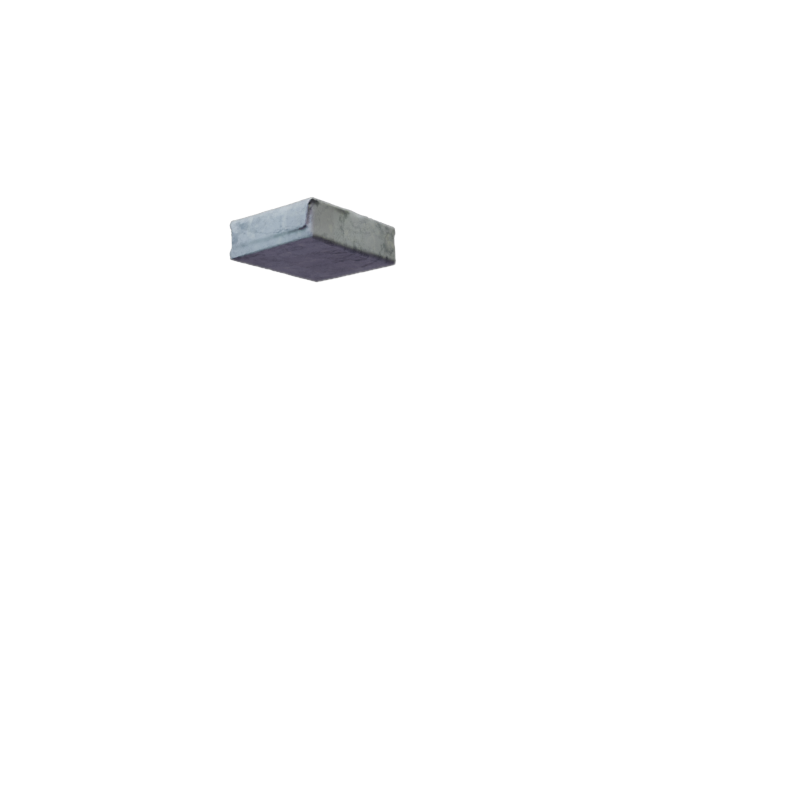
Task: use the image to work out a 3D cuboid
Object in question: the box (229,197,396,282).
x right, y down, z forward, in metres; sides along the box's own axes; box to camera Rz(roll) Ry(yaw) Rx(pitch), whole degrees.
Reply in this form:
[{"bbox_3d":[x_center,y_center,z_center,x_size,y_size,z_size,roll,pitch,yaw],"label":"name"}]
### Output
[{"bbox_3d":[-0.058,-0.106,0.740,0.075,0.031,0.084,-9,-13,40],"label":"box"}]
